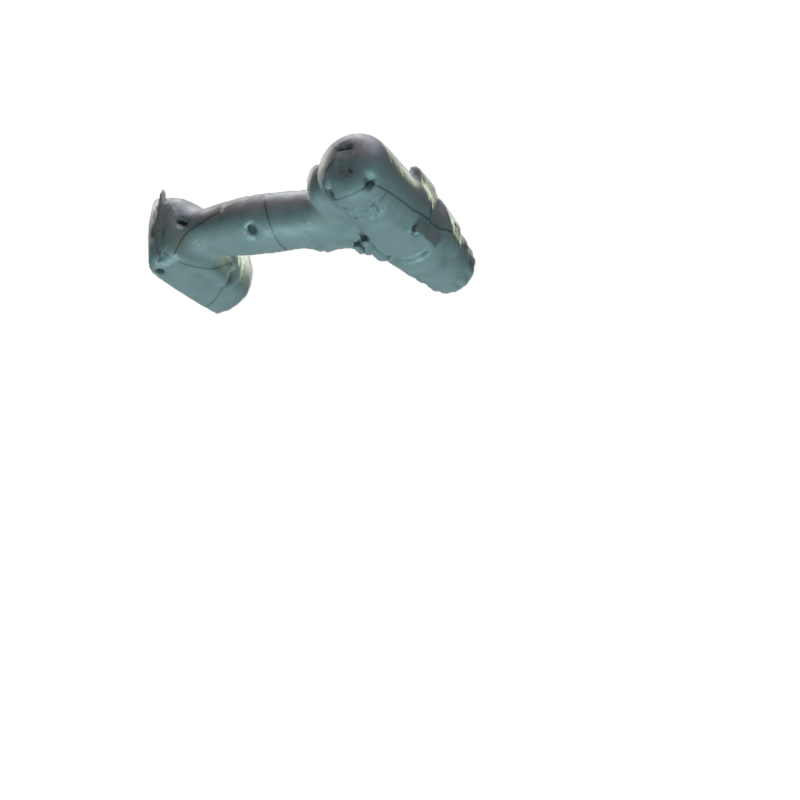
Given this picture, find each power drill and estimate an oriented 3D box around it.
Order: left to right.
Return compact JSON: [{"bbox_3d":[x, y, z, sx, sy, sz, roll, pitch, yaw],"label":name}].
[{"bbox_3d":[-0.058,-0.106,0.740,0.191,0.061,0.172,-10,-23,23],"label":"power drill"}]
